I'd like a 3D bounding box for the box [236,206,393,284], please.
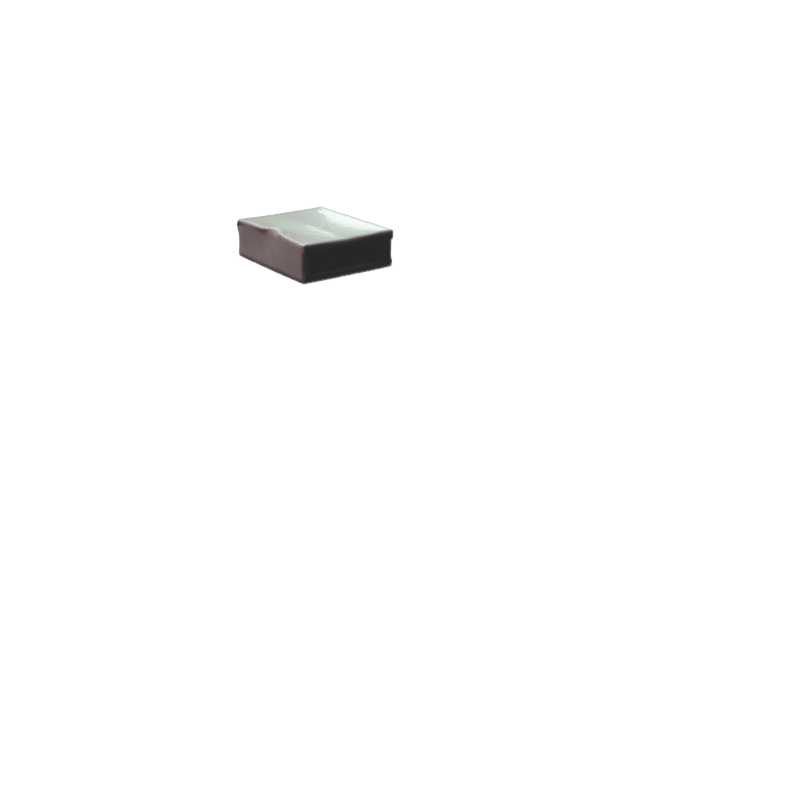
[{"bbox_3d":[-0.060,-0.110,0.767,0.071,0.029,0.095,-14,26,-33],"label":"box"}]
